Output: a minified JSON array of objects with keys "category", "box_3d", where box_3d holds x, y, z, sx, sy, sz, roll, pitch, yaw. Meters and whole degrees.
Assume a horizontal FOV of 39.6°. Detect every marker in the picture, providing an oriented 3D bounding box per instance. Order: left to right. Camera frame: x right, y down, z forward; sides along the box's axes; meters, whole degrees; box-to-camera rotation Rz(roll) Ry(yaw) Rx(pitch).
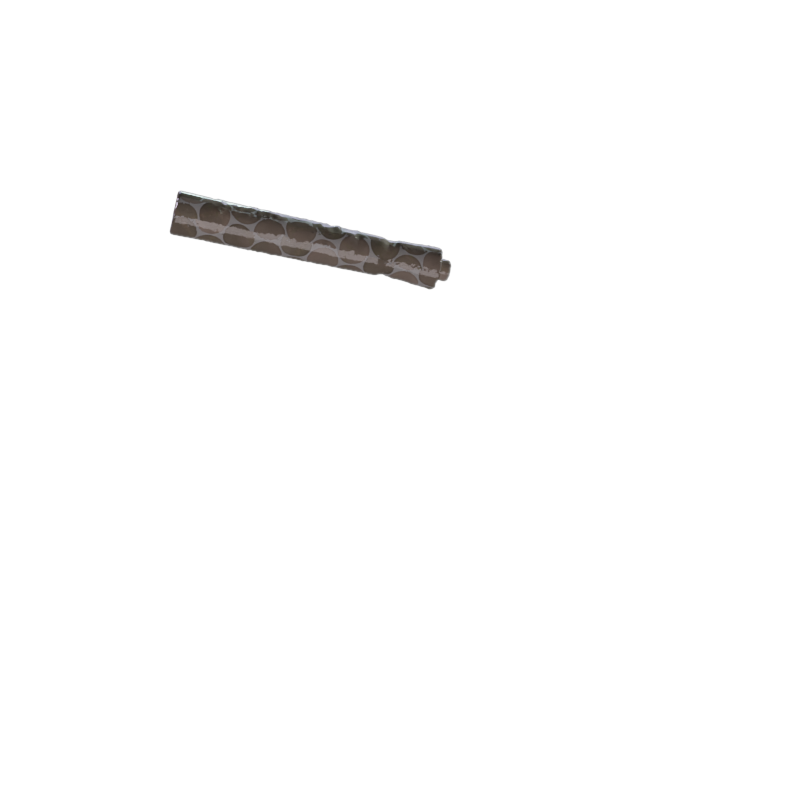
[{"category":"marker","box_3d":[-0.037,-0.067,0.473,0.119,0.020,0.020,11,2,-8]}]
